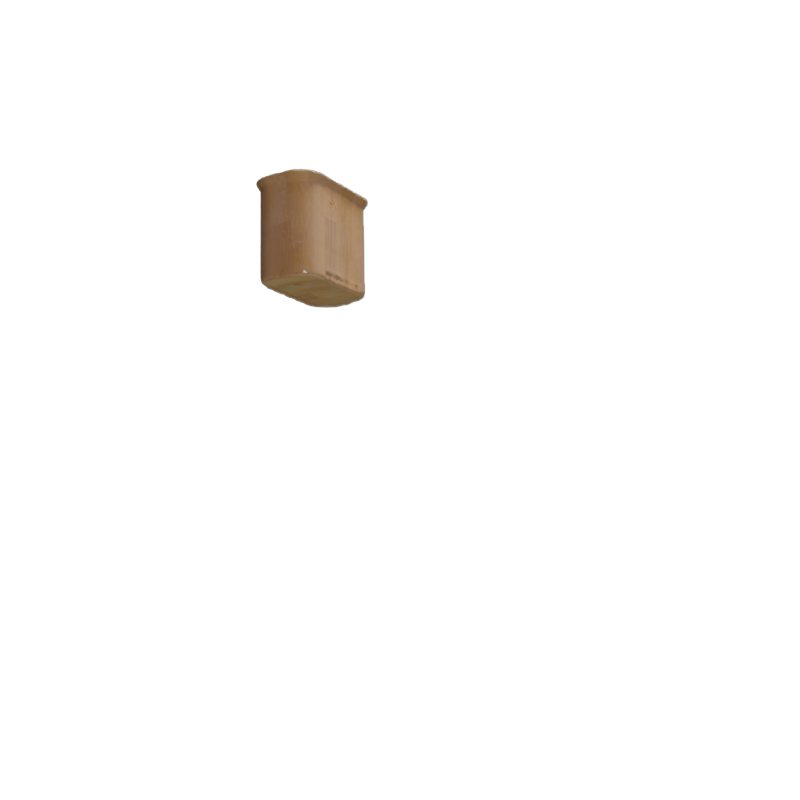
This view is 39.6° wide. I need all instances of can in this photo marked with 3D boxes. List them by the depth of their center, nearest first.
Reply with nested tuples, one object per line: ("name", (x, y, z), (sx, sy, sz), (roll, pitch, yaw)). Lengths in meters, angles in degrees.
("can", (-0.068, -0.125, 0.874), (0.059, 0.087, 0.096), (-10, -17, 29))
